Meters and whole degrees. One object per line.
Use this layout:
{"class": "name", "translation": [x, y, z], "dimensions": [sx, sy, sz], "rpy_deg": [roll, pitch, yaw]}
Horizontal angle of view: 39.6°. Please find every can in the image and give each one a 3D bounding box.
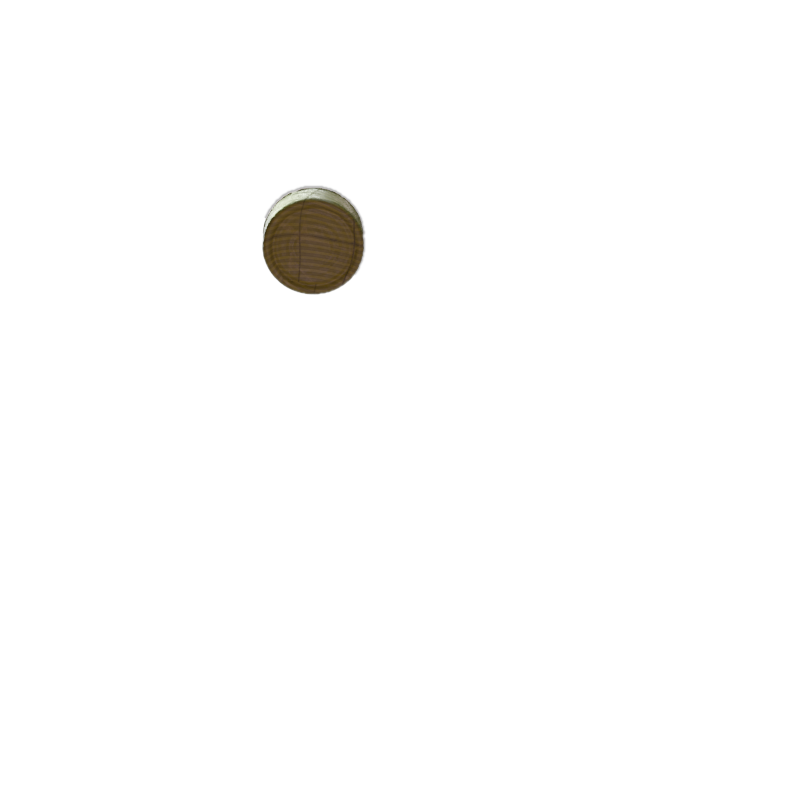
{"class": "can", "translation": [-0.072, -0.132, 0.925], "dimensions": [0.086, 0.082, 0.035], "rpy_deg": [0, 21, -1]}
